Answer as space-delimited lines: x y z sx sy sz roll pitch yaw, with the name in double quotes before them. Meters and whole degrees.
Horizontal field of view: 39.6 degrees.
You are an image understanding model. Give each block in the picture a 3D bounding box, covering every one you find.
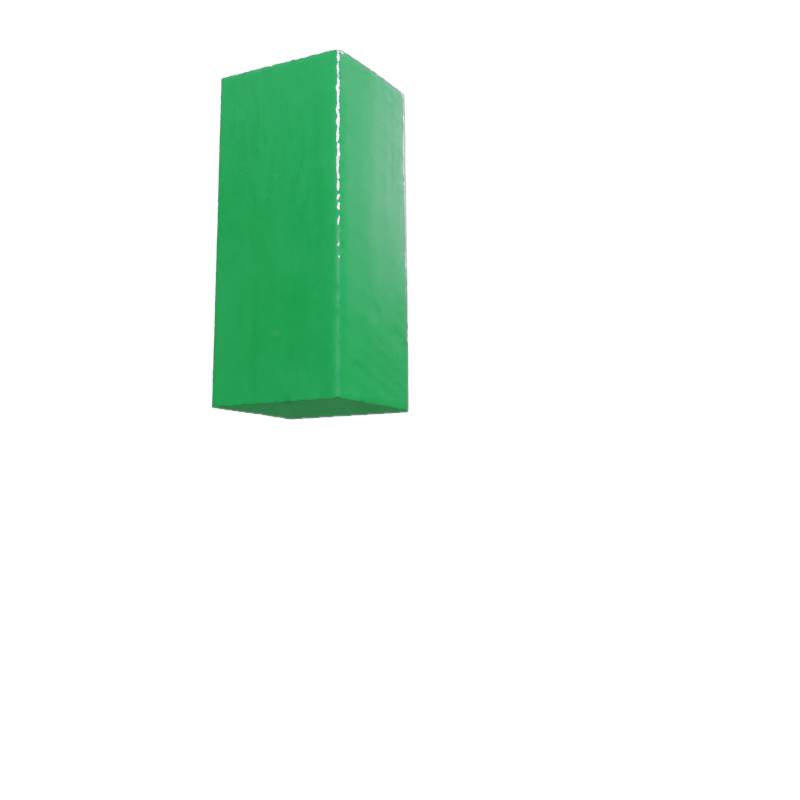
"block" -0.053 -0.098 0.684 0.093 0.213 0.085 -8 -15 28
